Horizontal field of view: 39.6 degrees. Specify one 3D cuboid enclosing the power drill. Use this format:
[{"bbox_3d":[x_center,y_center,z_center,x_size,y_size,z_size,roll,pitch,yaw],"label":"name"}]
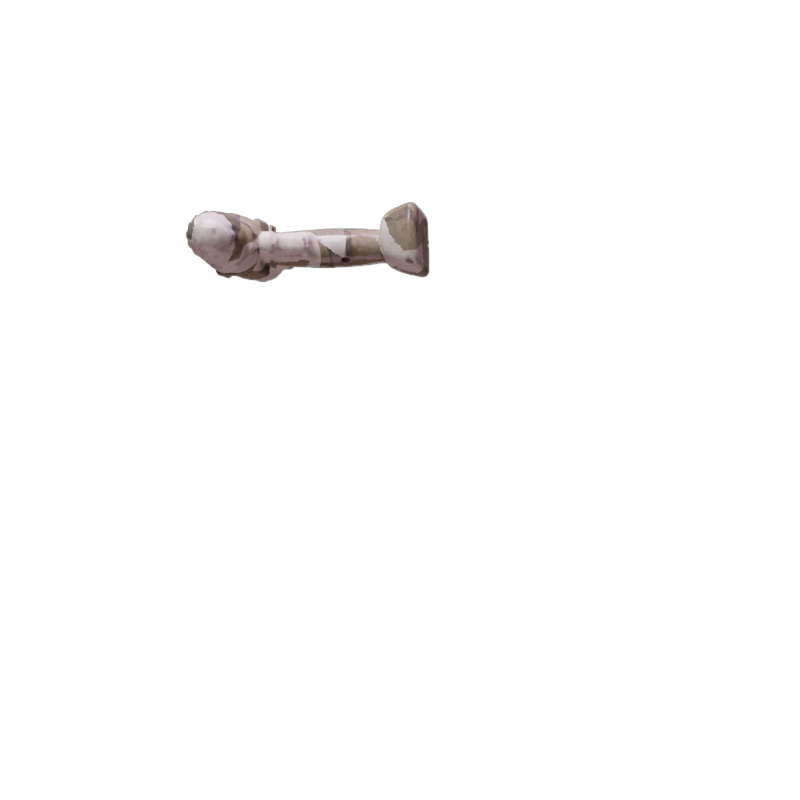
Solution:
[{"bbox_3d":[-0.074,-0.135,0.944,0.190,0.058,0.181,0,1,11],"label":"power drill"}]
